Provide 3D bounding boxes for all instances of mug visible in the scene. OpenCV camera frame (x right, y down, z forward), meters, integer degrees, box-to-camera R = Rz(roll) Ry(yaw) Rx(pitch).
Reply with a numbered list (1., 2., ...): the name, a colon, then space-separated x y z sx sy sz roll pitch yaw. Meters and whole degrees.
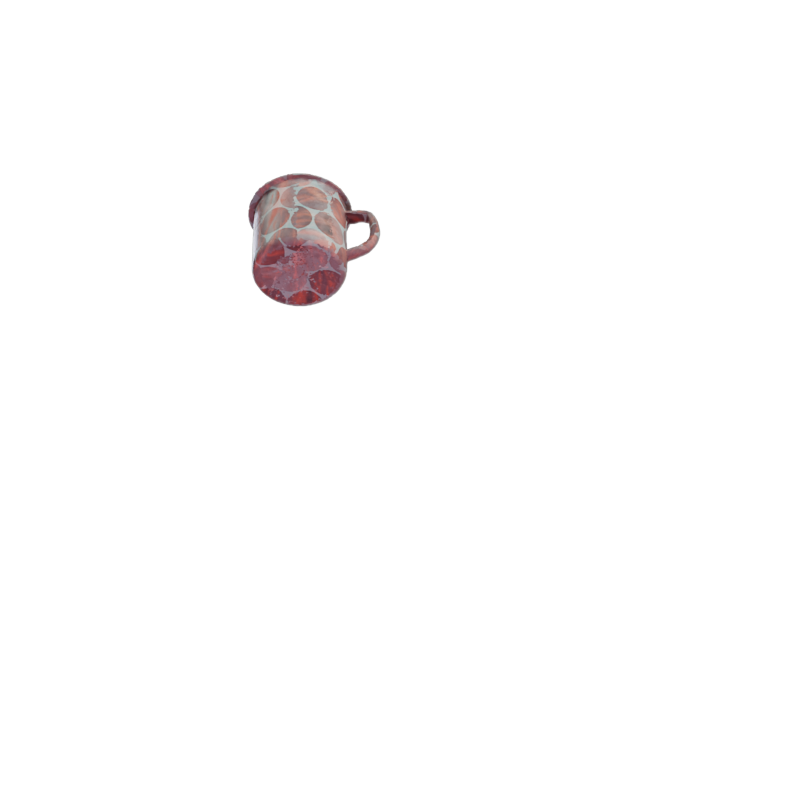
1. mug: -0.075 -0.137 0.963 0.118 0.087 0.086 -6 -45 4
